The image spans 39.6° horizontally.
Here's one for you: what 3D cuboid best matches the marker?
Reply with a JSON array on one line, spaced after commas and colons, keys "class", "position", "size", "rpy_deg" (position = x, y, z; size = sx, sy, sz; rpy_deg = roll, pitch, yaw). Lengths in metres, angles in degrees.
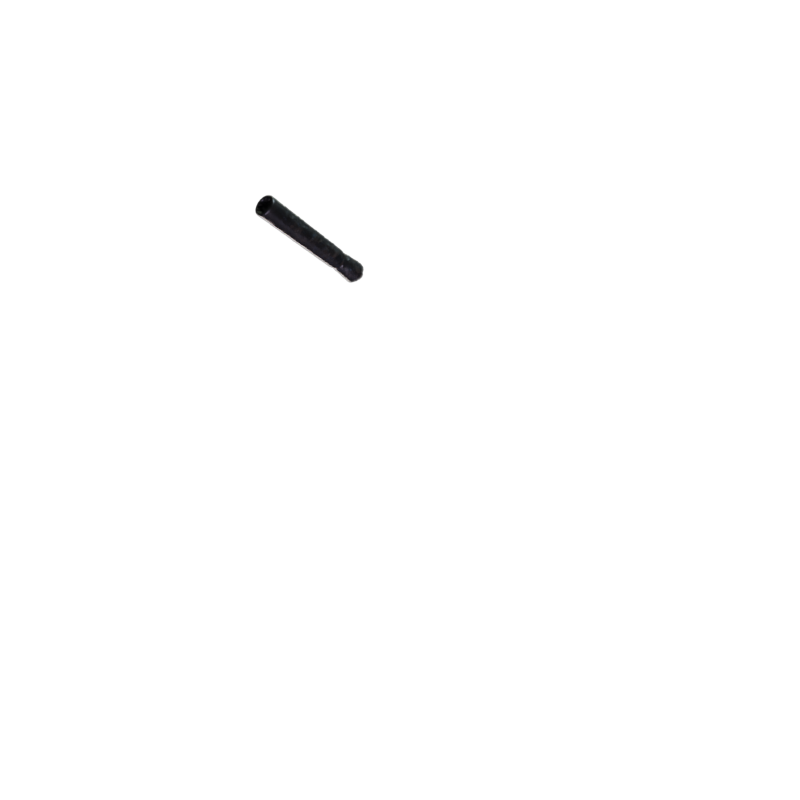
[{"class": "marker", "position": [-0.070, -0.127, 0.892], "size": [0.021, 0.020, 0.112], "rpy_deg": [3, -22, 45]}]
